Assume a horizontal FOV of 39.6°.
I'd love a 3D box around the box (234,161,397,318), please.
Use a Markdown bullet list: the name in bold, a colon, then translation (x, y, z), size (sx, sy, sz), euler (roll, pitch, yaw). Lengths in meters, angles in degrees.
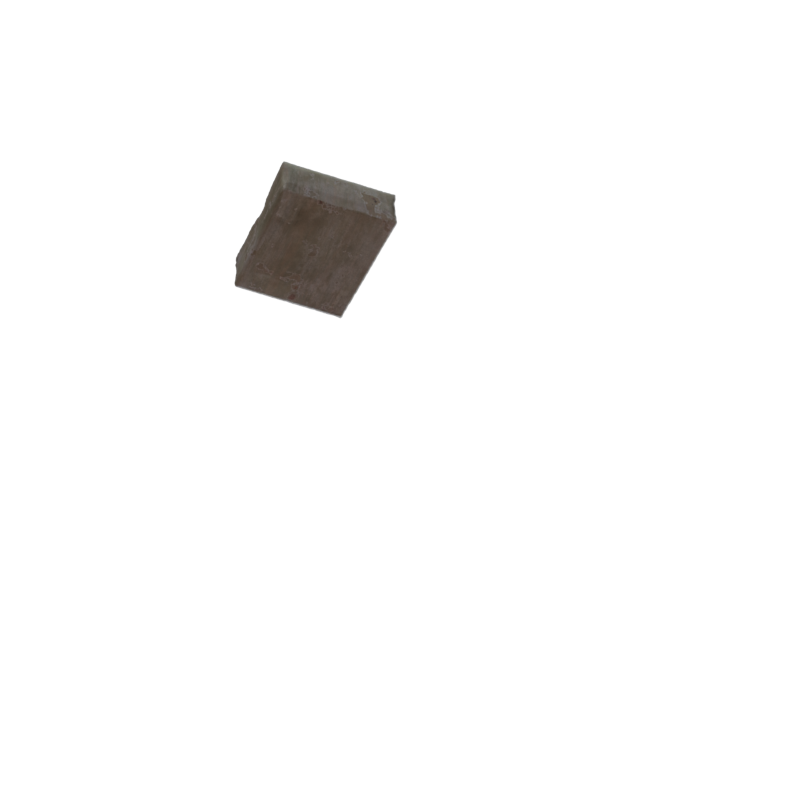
- **box**: translation (-0.053, -0.096, 0.676), size (0.071, 0.032, 0.086), euler (16, -46, -17)
